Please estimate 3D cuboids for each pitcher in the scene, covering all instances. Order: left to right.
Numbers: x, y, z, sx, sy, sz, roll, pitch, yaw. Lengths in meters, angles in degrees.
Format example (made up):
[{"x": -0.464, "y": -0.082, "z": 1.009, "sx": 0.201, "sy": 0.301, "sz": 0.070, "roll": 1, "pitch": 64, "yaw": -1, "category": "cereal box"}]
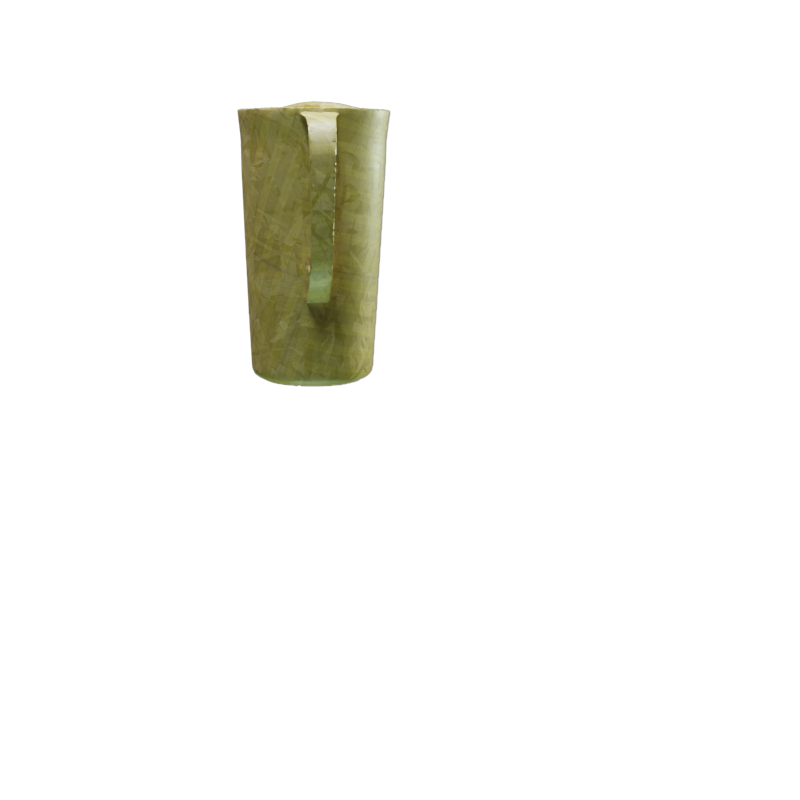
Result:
[{"x": -0.076, "y": -0.138, "z": 0.965, "sx": 0.151, "sy": 0.240, "sz": 0.145, "roll": 5, "pitch": 8, "yaw": 37, "category": "pitcher"}]
